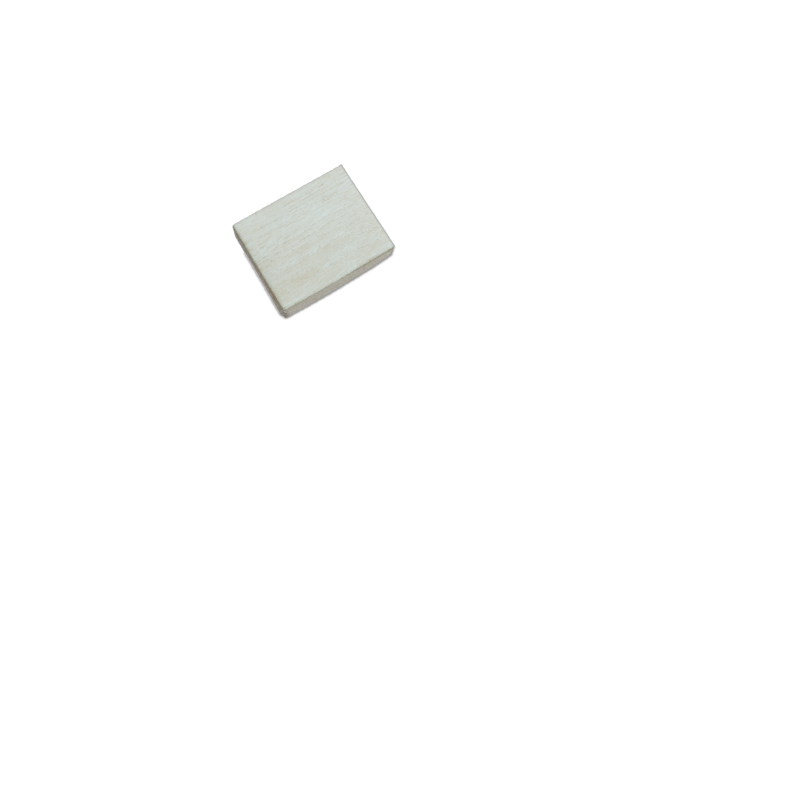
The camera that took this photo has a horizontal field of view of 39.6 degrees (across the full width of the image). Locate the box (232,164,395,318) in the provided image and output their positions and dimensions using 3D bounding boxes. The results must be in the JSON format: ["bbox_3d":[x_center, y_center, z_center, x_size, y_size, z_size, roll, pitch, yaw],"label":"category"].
[{"bbox_3d":[-0.075,-0.137,0.959,0.113,0.094,0.037,-30,-14,-9],"label":"box"}]
